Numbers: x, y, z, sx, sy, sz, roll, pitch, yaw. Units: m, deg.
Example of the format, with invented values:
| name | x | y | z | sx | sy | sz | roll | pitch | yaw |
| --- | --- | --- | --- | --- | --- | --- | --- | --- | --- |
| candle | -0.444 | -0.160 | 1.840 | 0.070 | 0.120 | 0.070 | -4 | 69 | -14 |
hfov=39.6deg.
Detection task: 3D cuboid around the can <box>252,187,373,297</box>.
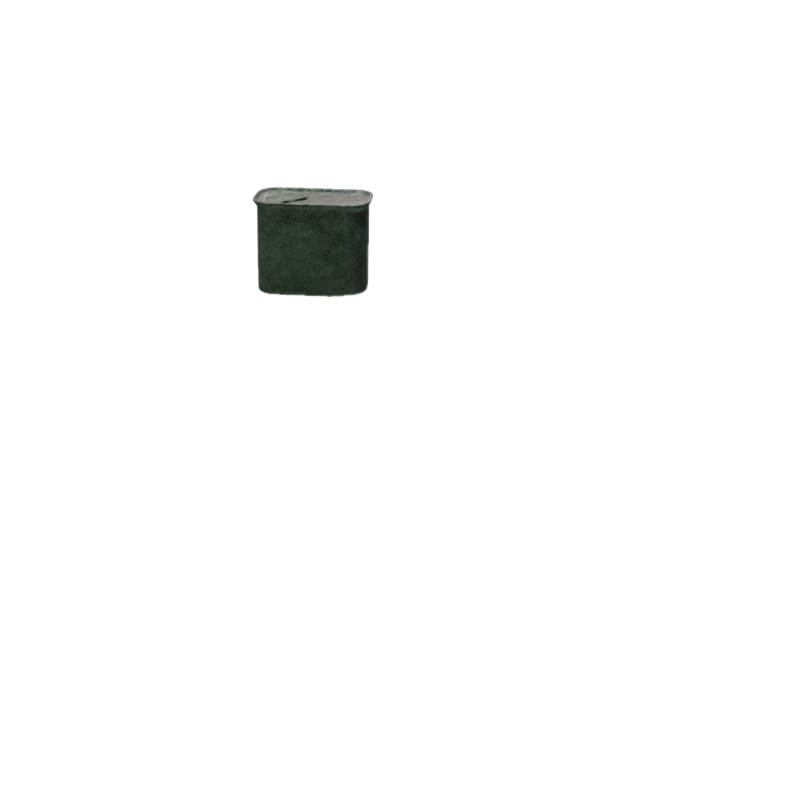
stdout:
| name | x | y | z | sx | sy | sz | roll | pitch | yaw |
| --- | --- | --- | --- | --- | --- | --- | --- | --- | --- |
| can | -0.076 | -0.138 | 0.967 | 0.103 | 0.080 | 0.059 | 3 | 20 | 6 |
